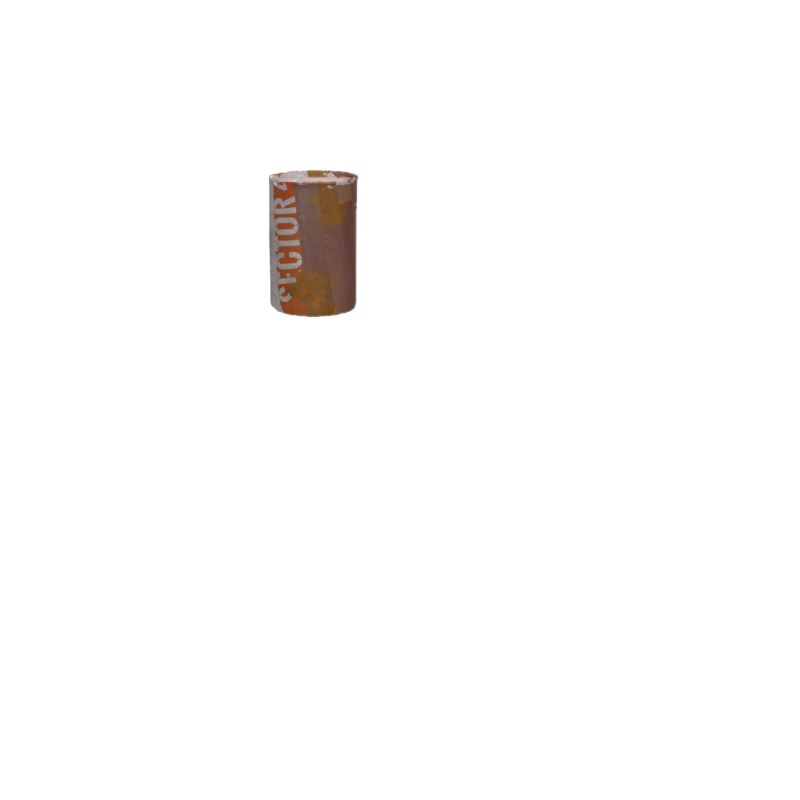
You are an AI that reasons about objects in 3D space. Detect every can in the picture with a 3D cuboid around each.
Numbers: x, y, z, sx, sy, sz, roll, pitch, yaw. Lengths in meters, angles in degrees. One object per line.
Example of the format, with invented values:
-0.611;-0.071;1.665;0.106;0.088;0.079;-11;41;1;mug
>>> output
-0.066;-0.121;0.846;0.068;0.099;0.071;0;14;-2;can
